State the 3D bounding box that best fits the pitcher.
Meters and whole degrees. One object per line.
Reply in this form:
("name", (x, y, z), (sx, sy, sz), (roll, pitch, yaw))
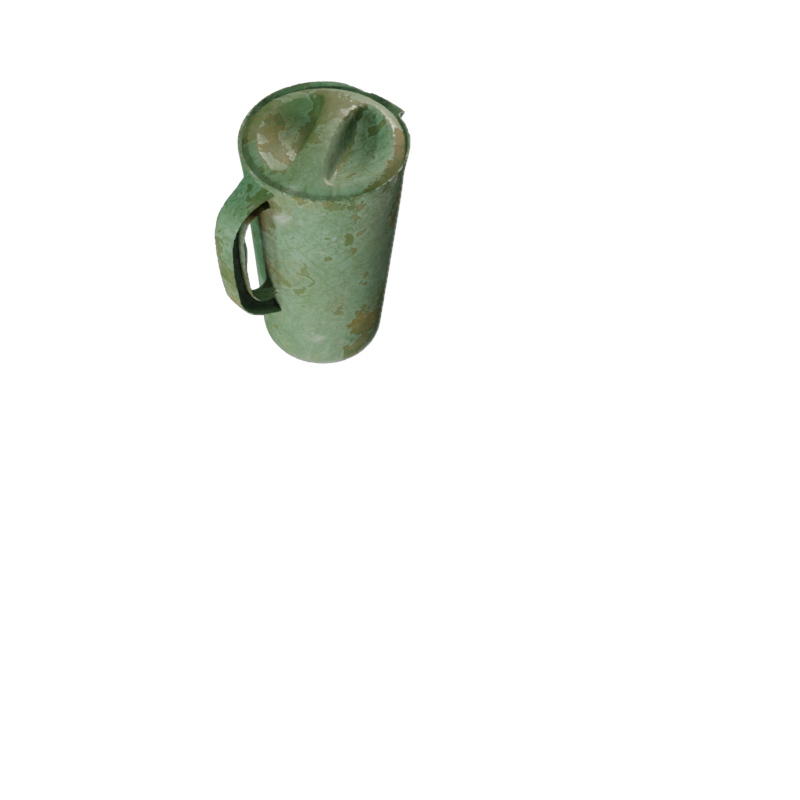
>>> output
("pitcher", (-0.073, -0.133, 0.934), (0.149, 0.155, 0.227), (1, -37, -3))
